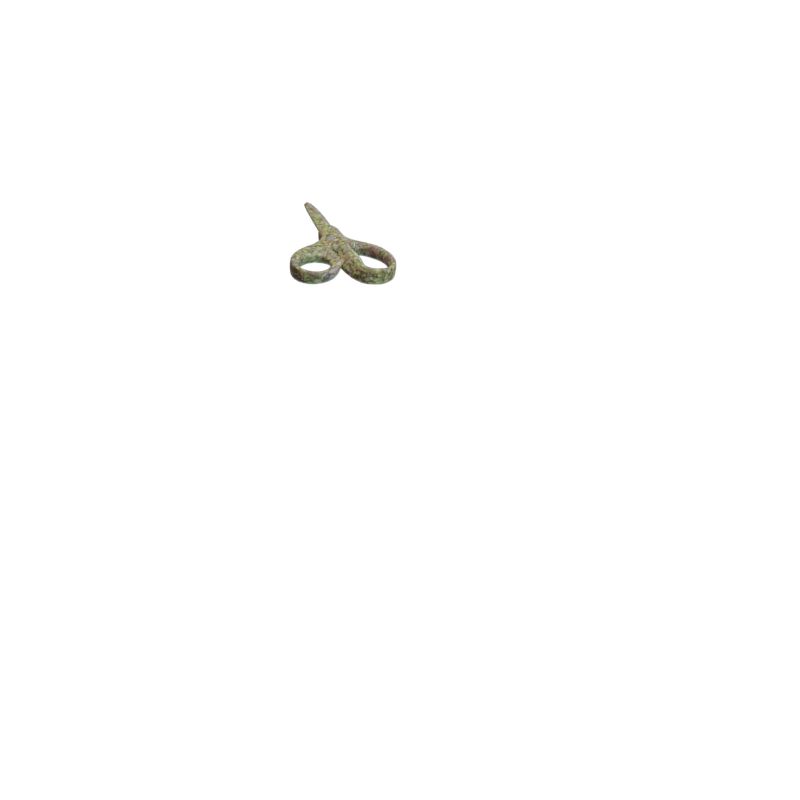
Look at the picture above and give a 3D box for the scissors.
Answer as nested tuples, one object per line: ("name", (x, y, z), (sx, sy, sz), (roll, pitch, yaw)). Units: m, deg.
("scissors", (-0.076, -0.139, 0.975), (0.094, 0.015, 0.216), (-14, 30, -26))
